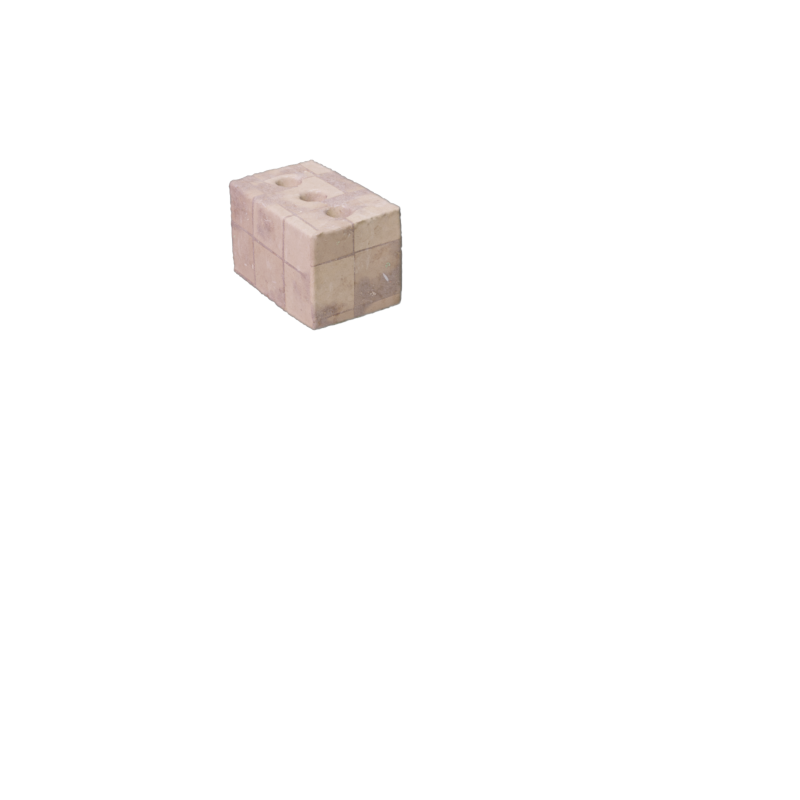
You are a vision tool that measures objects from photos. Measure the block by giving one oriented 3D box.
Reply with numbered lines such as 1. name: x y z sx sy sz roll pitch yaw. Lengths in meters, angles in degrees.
1. block: -0.042 -0.077 0.543 0.052 0.048 0.084 -19 36 -31
